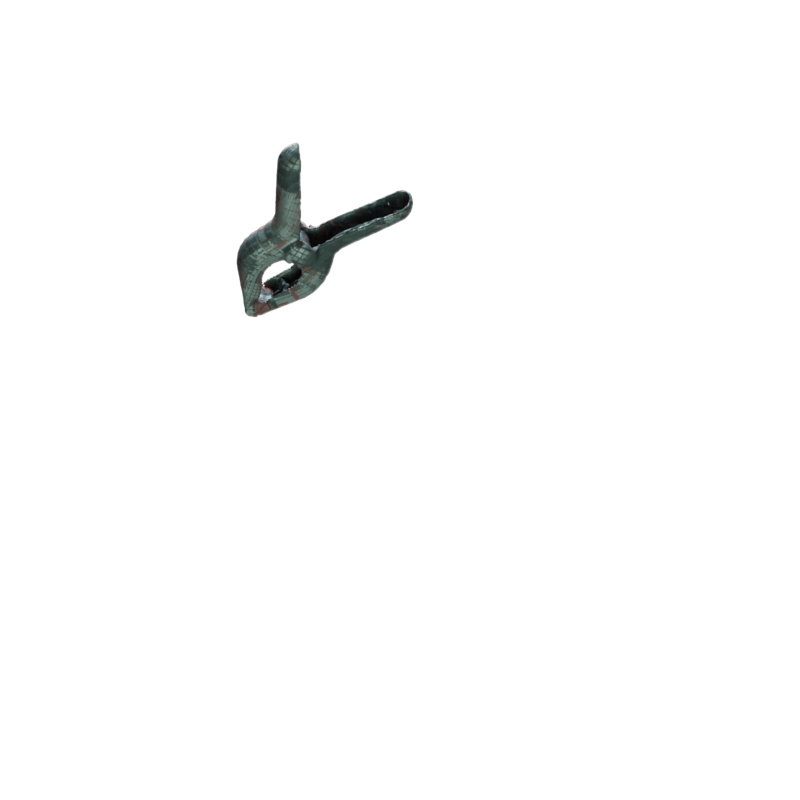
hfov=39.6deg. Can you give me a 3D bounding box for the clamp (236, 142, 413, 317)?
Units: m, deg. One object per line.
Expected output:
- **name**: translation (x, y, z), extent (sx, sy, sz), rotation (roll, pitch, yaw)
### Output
- **clamp**: translation (-0.071, -0.129, 0.905), extent (0.116, 0.042, 0.165), rotation (19, -47, -19)
